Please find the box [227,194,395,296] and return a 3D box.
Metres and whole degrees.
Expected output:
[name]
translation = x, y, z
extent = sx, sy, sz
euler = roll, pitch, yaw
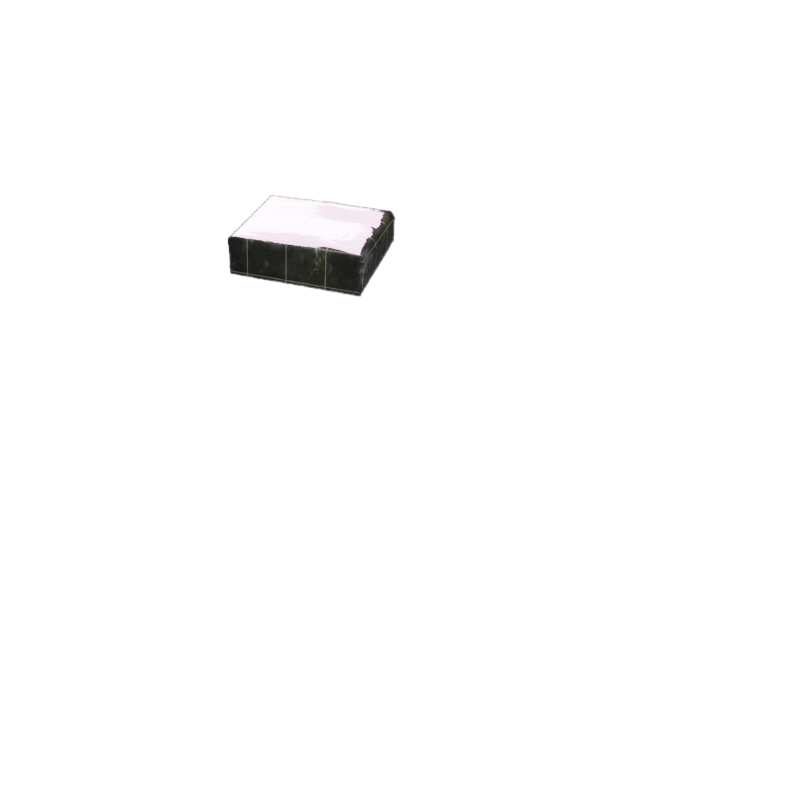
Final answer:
[box]
translation = -0.055, -0.101, 0.709
extent = 0.092, 0.028, 0.076
euler = 10, 32, 15
